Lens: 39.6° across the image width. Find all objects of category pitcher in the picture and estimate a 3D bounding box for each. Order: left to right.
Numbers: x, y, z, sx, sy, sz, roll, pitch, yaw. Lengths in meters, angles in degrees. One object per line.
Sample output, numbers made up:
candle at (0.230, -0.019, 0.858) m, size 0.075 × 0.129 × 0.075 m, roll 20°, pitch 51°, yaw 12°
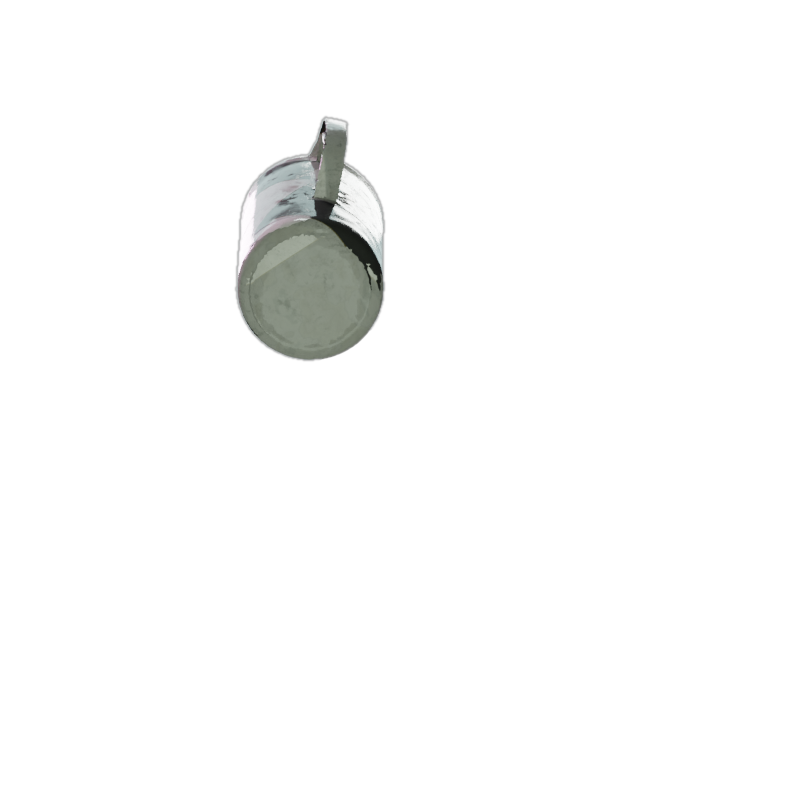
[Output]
pitcher at (-0.072, -0.131, 0.914) m, size 0.145 × 0.144 × 0.253 m, roll -31°, pitch 17°, yaw 7°
